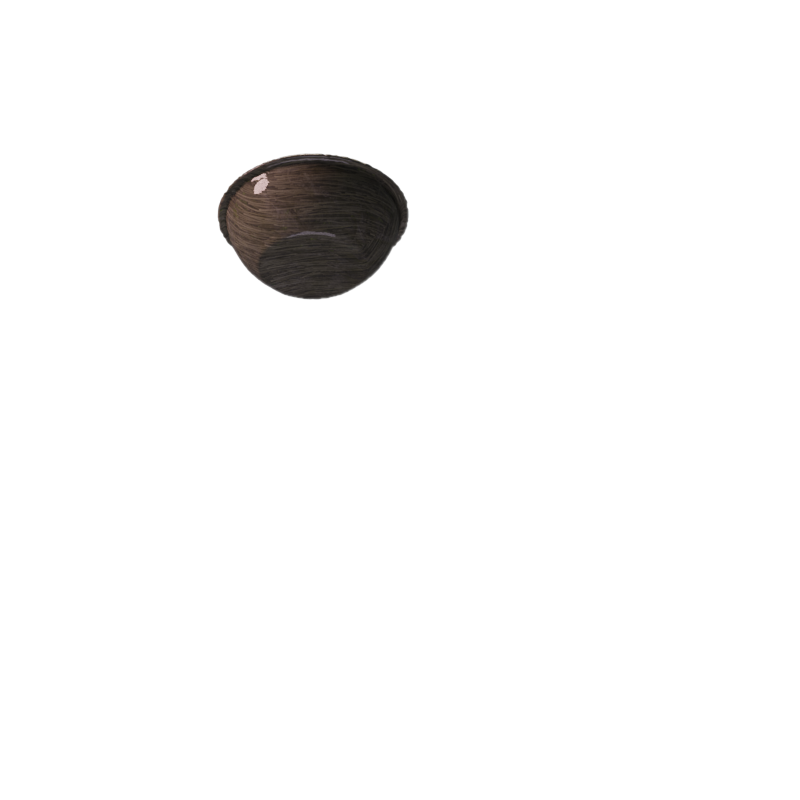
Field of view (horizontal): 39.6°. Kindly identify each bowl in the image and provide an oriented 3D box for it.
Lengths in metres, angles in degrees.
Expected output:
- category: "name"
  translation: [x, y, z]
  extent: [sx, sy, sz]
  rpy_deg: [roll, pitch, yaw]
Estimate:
- category: "bowl"
  translation: [-0.072, -0.132, 0.924]
  extent: [0.162, 0.059, 0.152]
  rpy_deg: [1, -33, -2]
